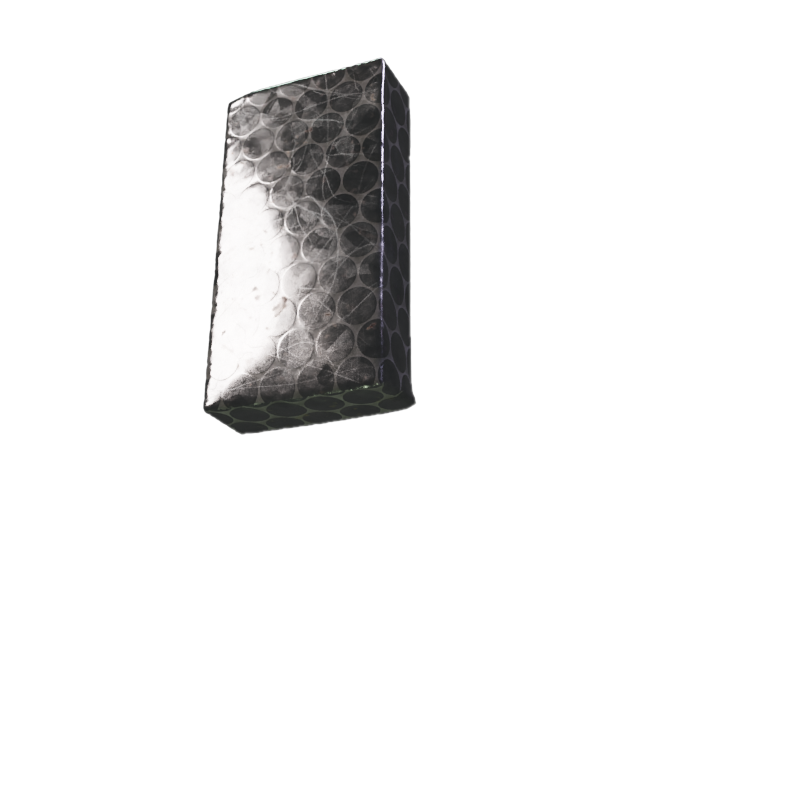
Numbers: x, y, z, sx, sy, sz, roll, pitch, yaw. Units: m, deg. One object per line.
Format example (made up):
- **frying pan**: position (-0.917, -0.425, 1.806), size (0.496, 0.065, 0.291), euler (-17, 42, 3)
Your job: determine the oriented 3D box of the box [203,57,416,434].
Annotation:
- **box**: position (-0.043, -0.078, 0.545), size (0.095, 0.186, 0.045), euler (-11, -26, 21)
